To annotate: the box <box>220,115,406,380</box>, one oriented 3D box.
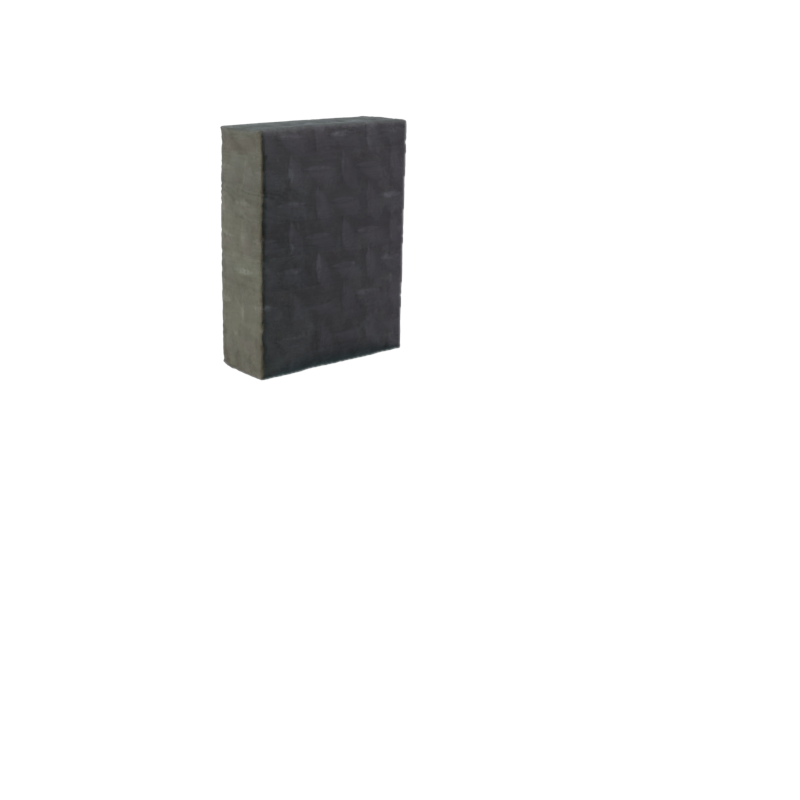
[{"bbox_3d":[-0.077,-0.140,0.983,0.160,0.208,0.076,-11,17,-40],"label":"box"}]
